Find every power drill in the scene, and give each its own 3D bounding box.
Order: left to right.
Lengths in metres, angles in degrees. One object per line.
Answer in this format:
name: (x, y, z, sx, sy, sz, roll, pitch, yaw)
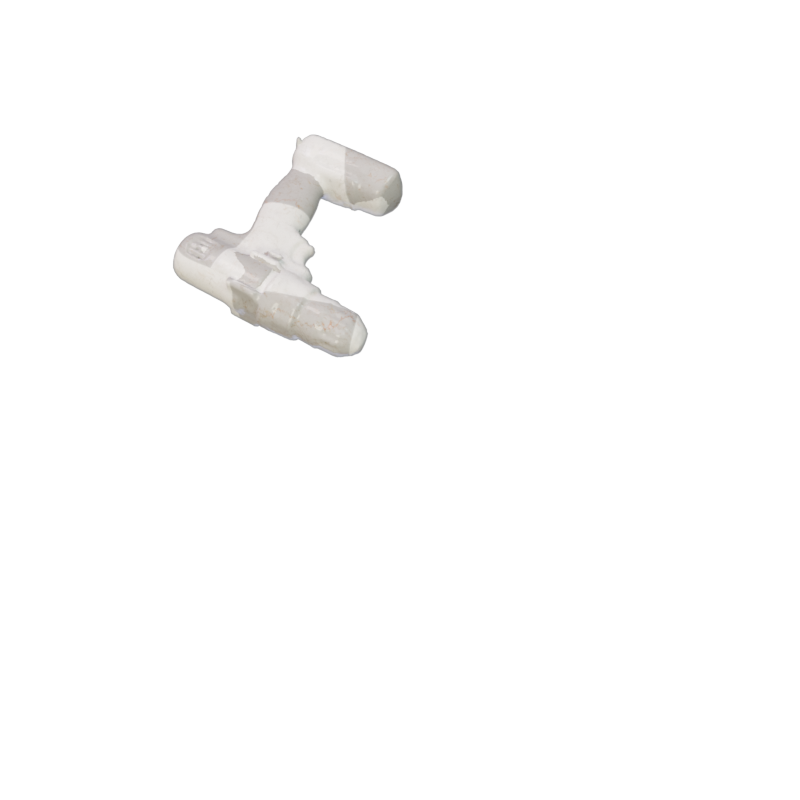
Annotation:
power drill: (-0.075, -0.137, 0.958, 0.192, 0.193, 0.054, 26, -32, 18)
